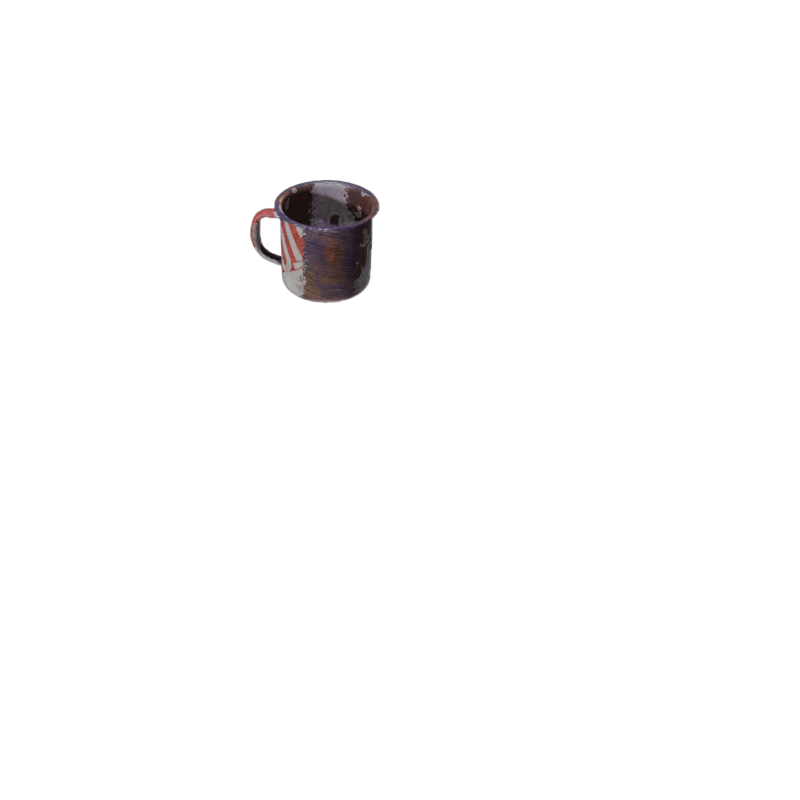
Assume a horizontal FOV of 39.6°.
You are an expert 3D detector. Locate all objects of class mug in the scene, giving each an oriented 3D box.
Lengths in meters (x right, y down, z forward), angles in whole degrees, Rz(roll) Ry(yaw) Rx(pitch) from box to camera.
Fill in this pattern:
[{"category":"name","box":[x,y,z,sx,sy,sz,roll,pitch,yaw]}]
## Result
[{"category":"mug","box":[-0.078,-0.142,0.997,0.119,0.076,0.098,6,35,7]}]
